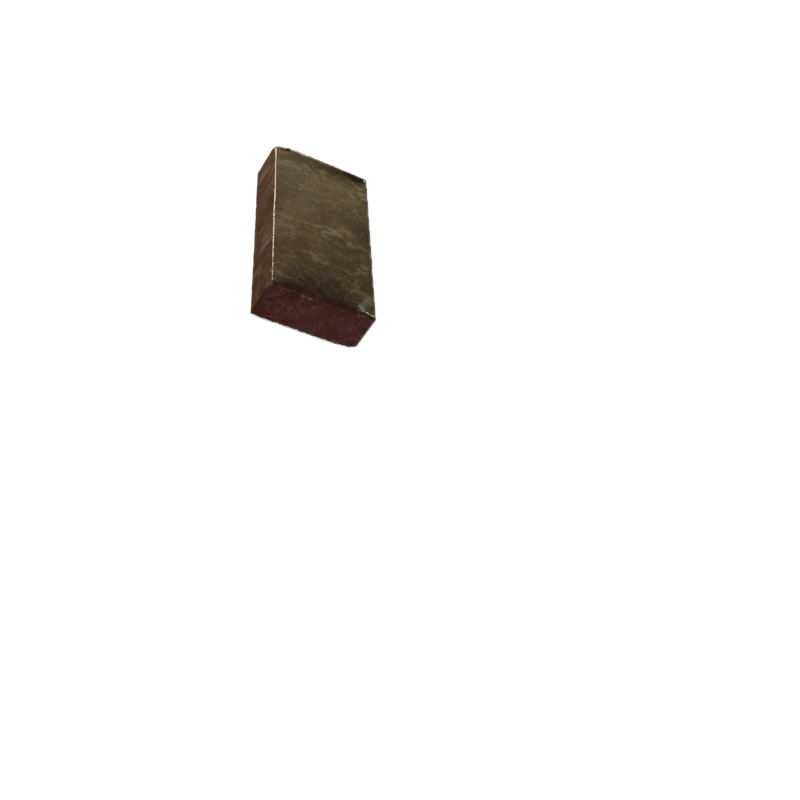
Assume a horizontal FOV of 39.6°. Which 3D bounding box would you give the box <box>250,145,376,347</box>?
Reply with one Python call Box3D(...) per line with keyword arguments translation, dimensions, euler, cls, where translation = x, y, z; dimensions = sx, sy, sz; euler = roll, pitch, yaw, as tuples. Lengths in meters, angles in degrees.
Box3D(translation=(-0.071, -0.131, 0.912), dimensions=(0.090, 0.189, 0.046), euler=(18, -46, -22), cls="box")
